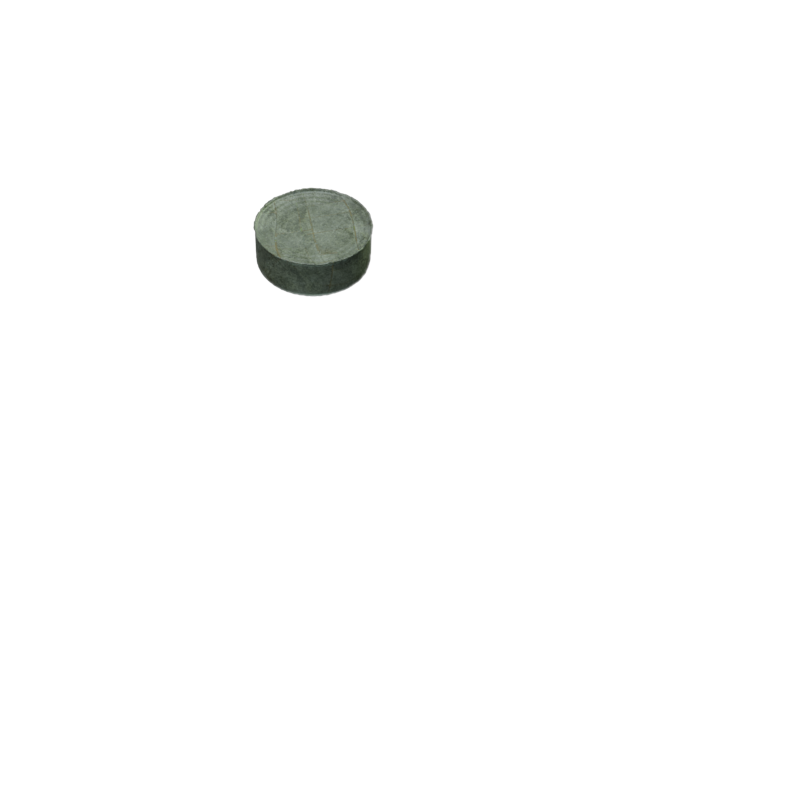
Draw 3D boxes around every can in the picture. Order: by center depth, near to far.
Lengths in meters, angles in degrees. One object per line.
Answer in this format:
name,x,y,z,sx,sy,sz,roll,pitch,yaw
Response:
can,-0.063,-0.115,0.806,0.086,0.031,0.092,-1,45,-1
